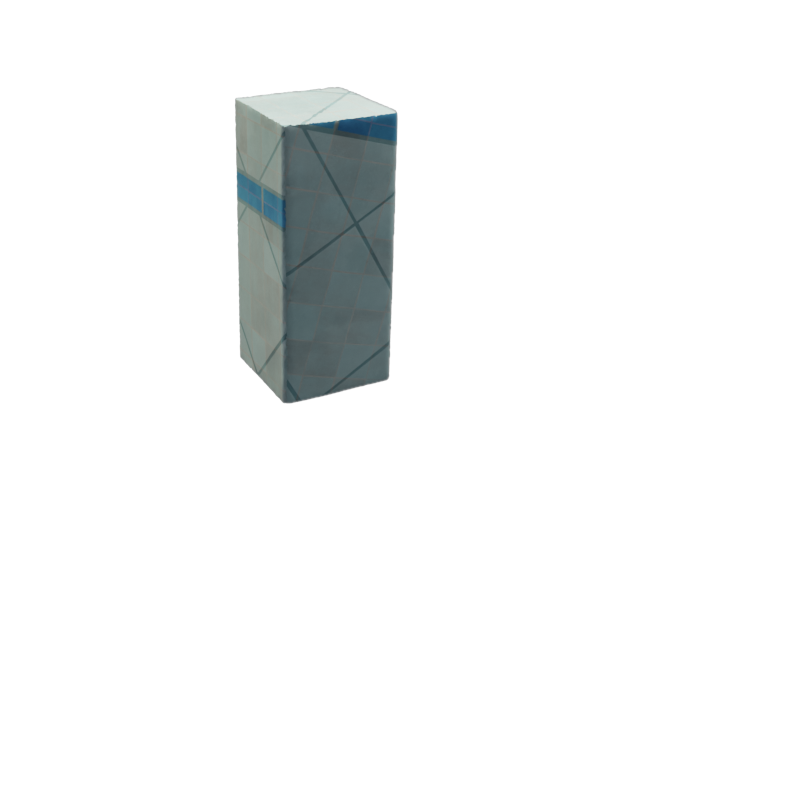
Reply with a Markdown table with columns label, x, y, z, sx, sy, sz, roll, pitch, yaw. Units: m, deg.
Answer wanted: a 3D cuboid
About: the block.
| label | x | y | z | sx | sy | sz | roll | pitch | yaw |
| --- | --- | --- | --- | --- | --- | --- | --- | --- | --- |
| block | -0.063 | -0.116 | 0.813 | 0.088 | 0.197 | 0.097 | -10 | 25 | -27 |
